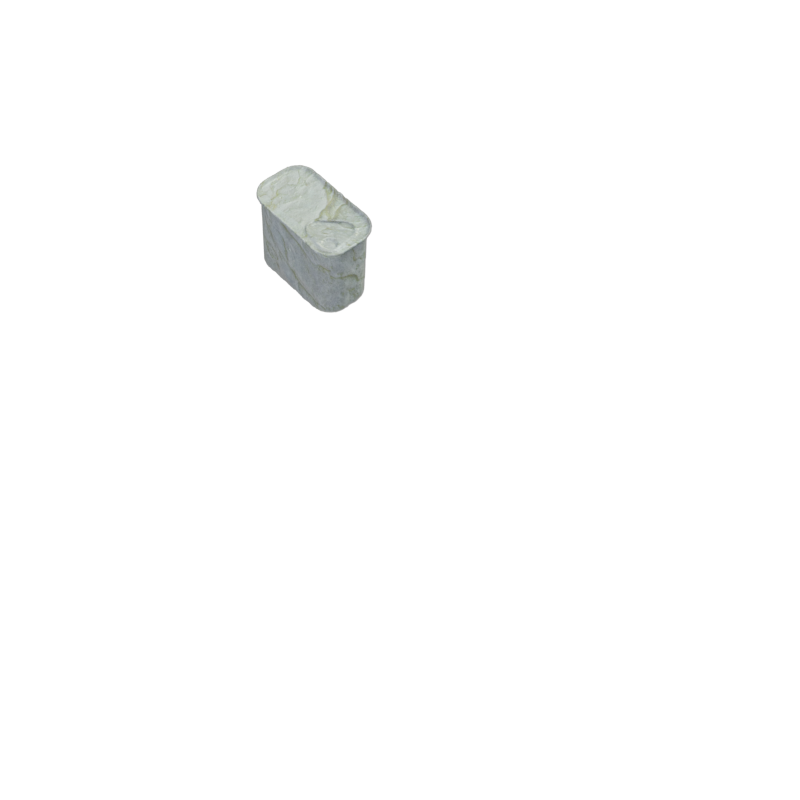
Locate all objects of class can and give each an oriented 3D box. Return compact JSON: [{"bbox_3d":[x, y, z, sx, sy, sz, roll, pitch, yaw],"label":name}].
[{"bbox_3d":[-0.073,-0.133,0.930,0.058,0.109,0.078,-34,-29,-25],"label":"can"}]
